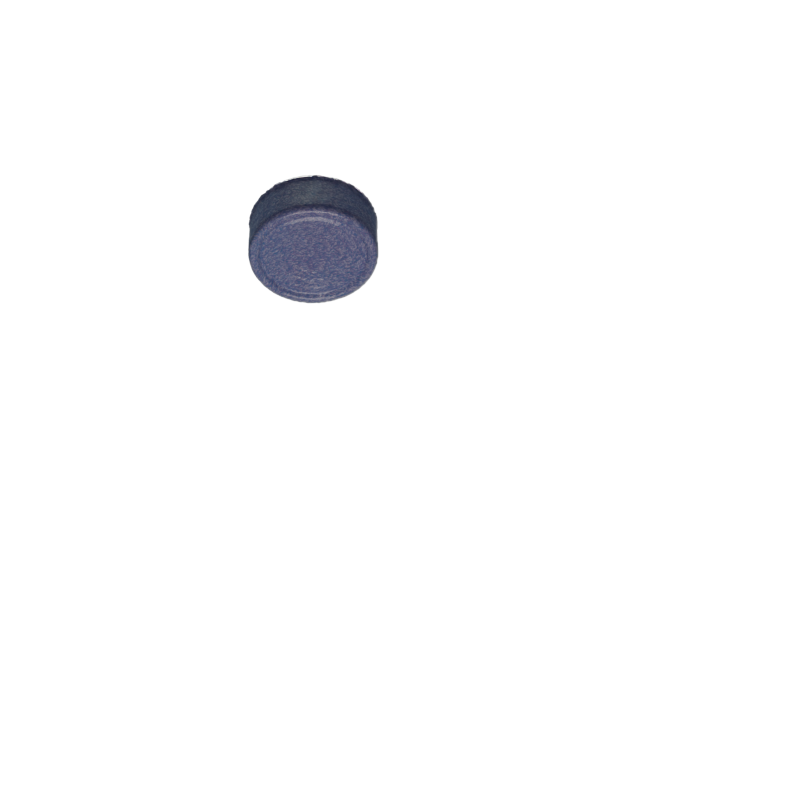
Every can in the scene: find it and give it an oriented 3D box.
[{"bbox_3d":[-0.057,-0.104,0.726,0.086,0.036,0.080,1,-44,-1],"label":"can"}]
